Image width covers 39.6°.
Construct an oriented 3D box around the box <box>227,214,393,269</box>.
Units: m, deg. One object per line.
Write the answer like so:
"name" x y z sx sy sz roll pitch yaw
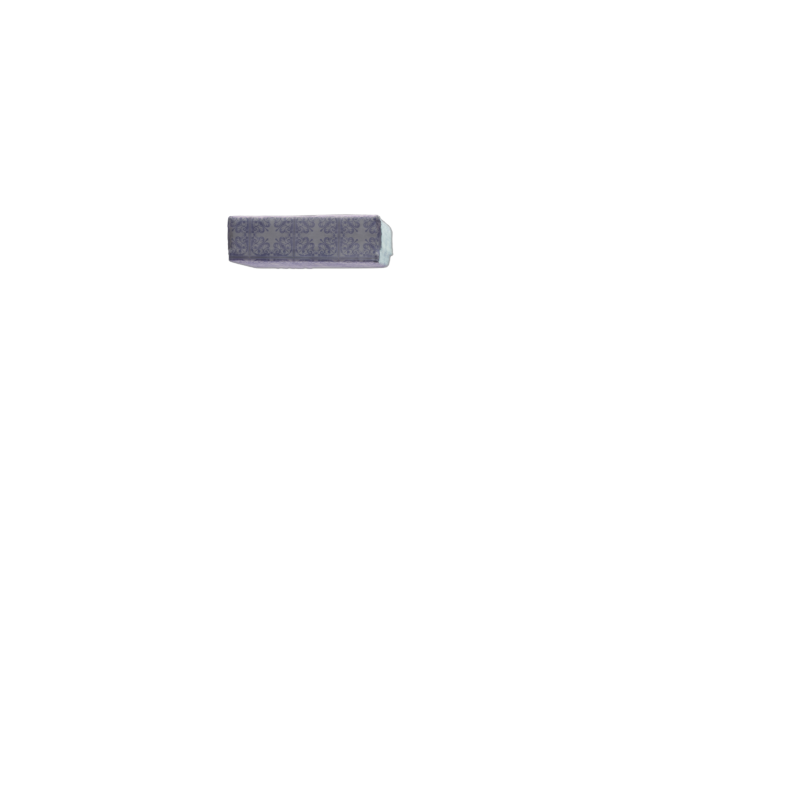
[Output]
"box" -0.051 -0.094 0.659 0.090 0.030 0.072 0 3 7
